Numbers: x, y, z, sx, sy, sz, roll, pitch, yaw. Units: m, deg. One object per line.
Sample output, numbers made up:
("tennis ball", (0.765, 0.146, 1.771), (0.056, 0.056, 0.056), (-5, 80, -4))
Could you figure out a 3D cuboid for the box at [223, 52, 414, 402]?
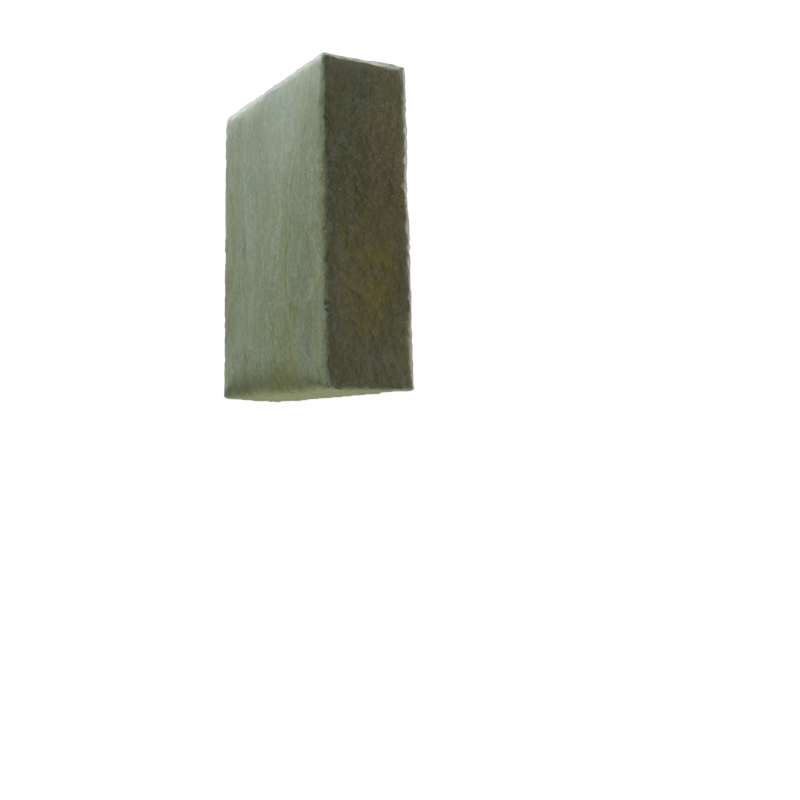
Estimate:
("box", (-0.060, -0.109, 0.764), (0.069, 0.219, 0.167), (5, -9, -30))
